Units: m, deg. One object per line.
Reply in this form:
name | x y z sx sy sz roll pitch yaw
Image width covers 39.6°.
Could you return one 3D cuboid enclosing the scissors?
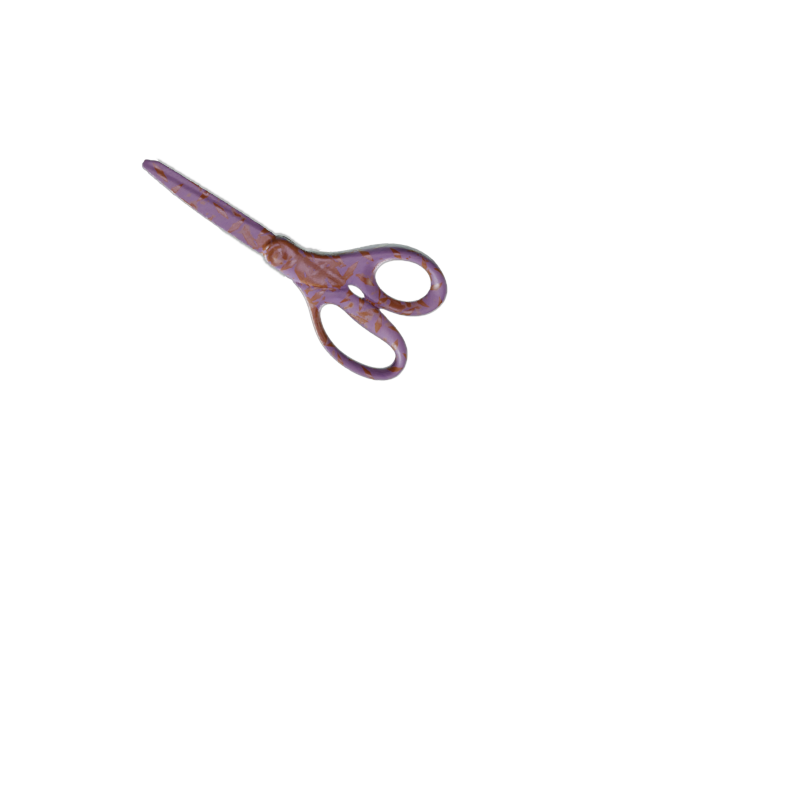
scissors | -0.052 -0.094 0.661 0.096 0.193 0.016 -37 17 13
